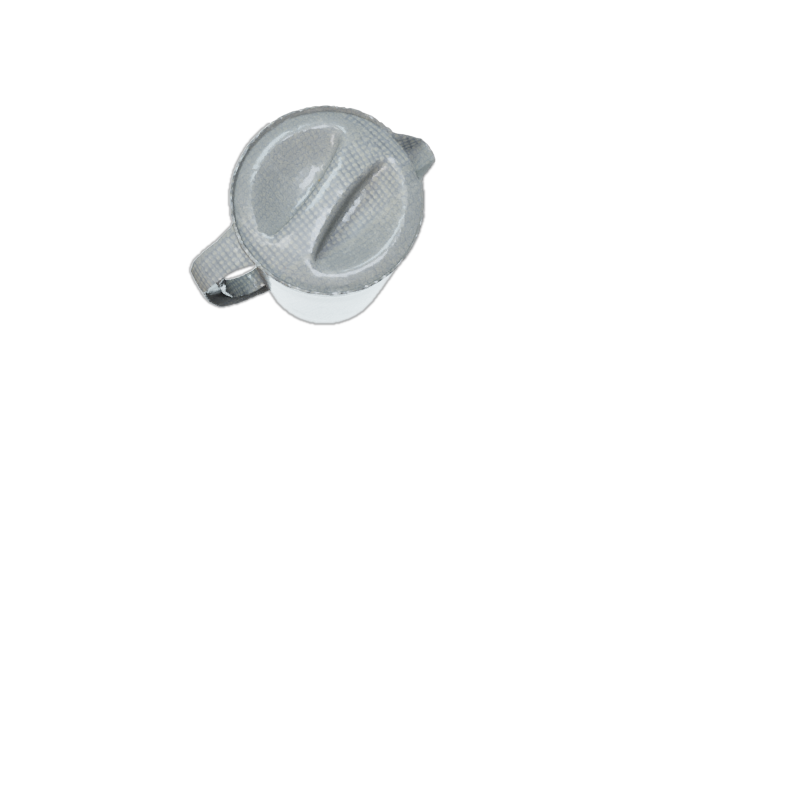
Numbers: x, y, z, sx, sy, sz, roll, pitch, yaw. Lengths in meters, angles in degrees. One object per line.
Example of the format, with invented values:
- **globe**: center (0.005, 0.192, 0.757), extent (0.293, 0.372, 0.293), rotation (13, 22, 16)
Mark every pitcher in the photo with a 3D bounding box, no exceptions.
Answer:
- **pitcher**: center (-0.067, -0.123, 0.860), extent (0.149, 0.148, 0.238), rotation (14, -8, -1)
